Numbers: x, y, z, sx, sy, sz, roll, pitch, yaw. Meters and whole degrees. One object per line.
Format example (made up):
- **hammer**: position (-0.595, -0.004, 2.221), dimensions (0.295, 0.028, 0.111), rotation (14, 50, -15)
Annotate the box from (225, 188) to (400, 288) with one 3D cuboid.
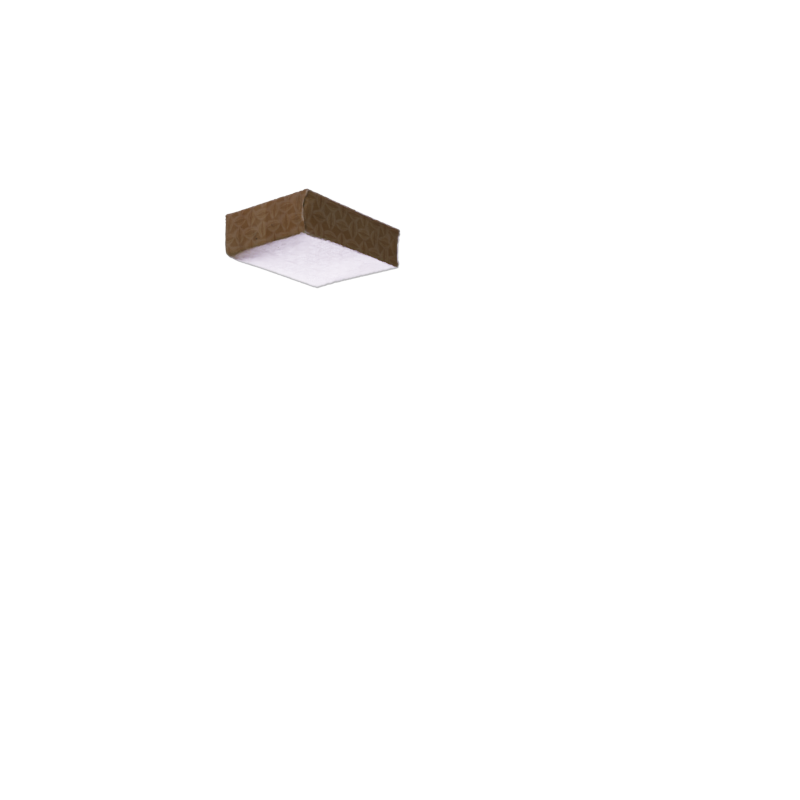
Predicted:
- **box**: position (-0.069, -0.125, 0.874), dimensions (0.092, 0.040, 0.107), rotation (-11, -16, 39)
